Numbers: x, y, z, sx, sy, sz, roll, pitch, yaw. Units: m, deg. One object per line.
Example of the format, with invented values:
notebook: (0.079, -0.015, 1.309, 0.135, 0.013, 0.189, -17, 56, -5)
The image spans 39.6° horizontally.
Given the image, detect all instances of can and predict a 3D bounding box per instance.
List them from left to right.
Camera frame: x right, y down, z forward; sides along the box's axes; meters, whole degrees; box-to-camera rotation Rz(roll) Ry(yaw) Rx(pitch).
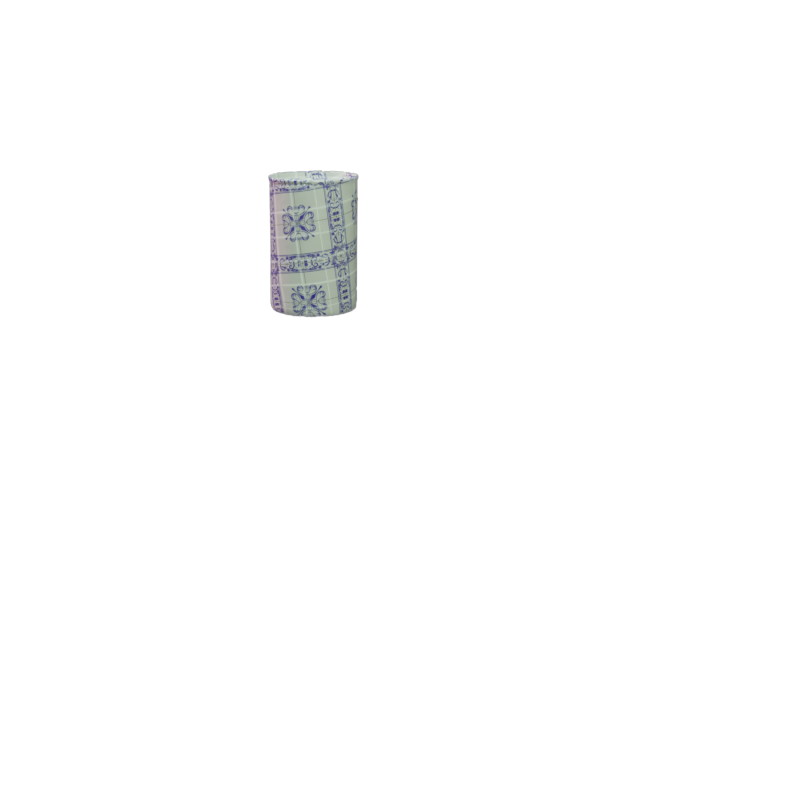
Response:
can: (-0.066, -0.120, 0.839, 0.068, 0.100, 0.071, 0, 12, -2)
